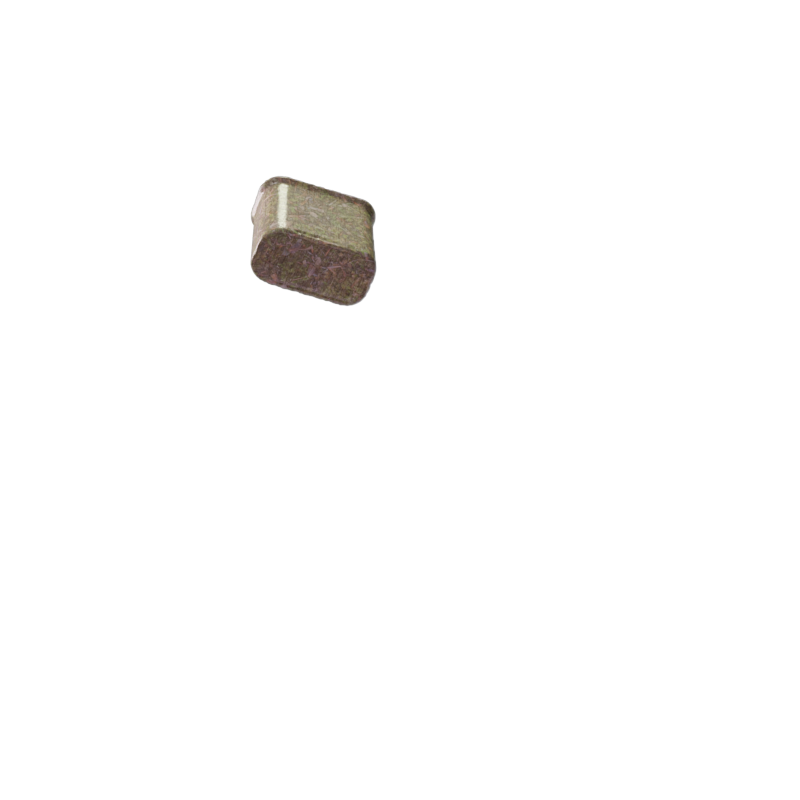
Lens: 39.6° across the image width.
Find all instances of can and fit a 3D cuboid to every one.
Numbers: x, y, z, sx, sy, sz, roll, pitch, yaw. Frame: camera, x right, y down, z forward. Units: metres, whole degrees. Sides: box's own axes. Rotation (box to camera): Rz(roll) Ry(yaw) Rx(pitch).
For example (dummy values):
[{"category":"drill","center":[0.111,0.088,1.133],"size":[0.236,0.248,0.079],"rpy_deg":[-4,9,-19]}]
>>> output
[{"category":"can","center":[-0.070,-0.128,0.893],"size":[0.100,0.055,0.089],"rpy_deg":[15,34,-12]}]
